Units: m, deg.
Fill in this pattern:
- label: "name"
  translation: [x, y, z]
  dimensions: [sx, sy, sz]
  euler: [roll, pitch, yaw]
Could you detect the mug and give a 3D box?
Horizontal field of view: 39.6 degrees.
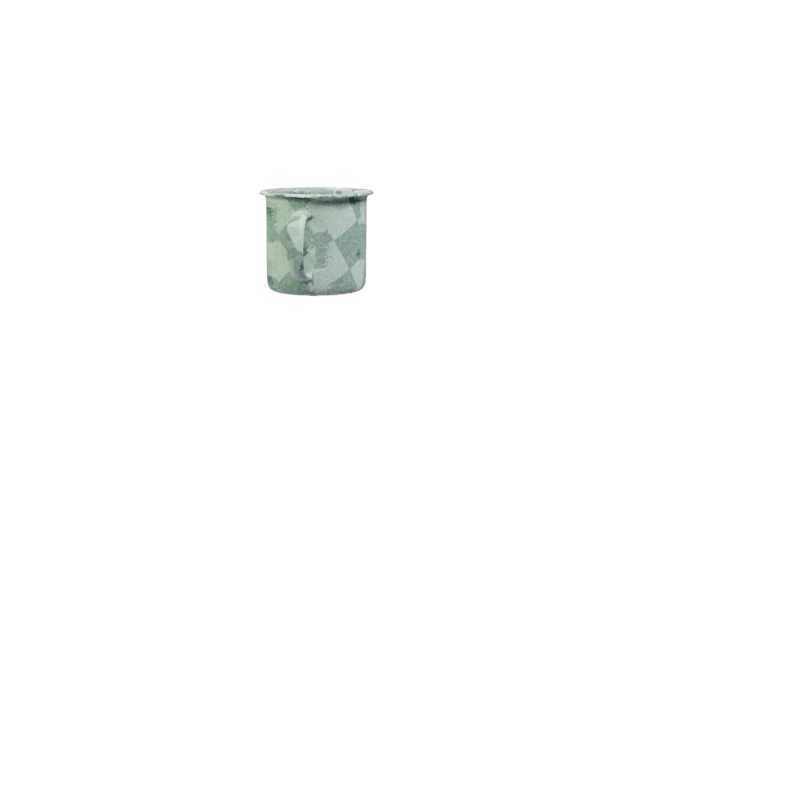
- label: "mug"
  translation: [-0.070, -0.128, 0.897]
  dimensions: [0.094, 0.080, 0.118]
  euler: [2, 12, 9]
